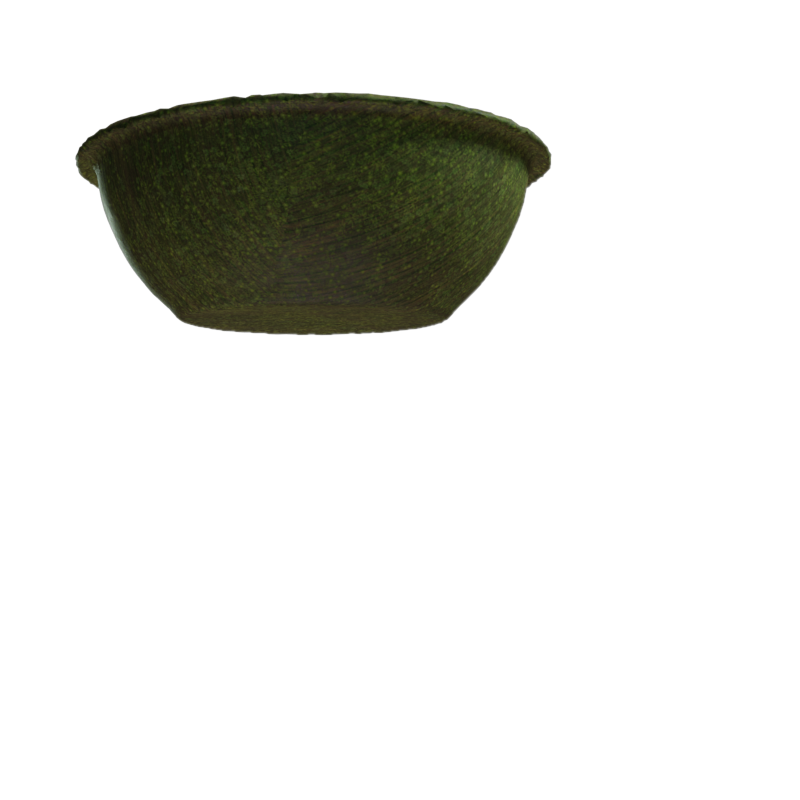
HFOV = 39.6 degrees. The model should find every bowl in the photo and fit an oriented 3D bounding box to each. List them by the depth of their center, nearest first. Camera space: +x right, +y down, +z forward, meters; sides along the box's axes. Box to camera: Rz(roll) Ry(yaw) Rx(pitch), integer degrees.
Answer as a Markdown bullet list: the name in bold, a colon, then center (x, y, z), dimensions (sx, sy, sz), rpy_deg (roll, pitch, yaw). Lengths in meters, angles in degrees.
- **bowl**: center (-0.030, -0.054, 0.379), dimensions (0.162, 0.056, 0.160), rpy_deg (0, -4, -2)
